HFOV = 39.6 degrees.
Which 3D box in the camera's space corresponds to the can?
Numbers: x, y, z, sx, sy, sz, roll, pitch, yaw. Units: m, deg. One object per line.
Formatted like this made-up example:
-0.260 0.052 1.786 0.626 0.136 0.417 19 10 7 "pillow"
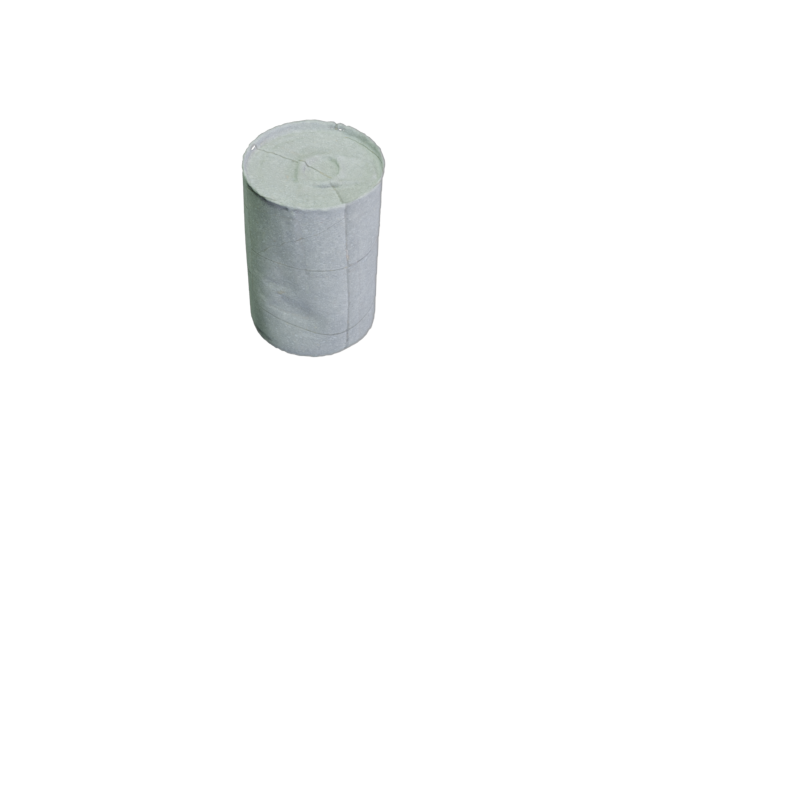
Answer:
-0.044 -0.079 0.556 0.068 0.074 0.095 0 -44 -3 "can"
